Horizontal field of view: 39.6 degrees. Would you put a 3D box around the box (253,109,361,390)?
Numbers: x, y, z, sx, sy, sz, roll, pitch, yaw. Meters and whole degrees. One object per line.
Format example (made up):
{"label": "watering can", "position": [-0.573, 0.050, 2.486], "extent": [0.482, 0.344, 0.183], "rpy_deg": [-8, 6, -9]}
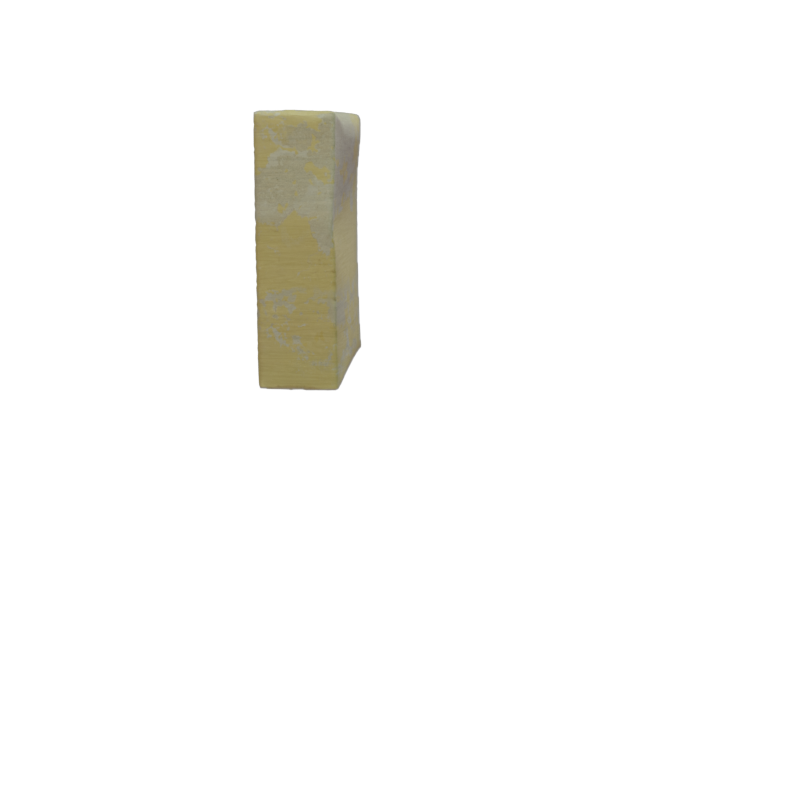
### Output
{"label": "box", "position": [-0.071, -0.130, 0.913], "extent": [0.072, 0.210, 0.166], "rpy_deg": [1, 9, 4]}
